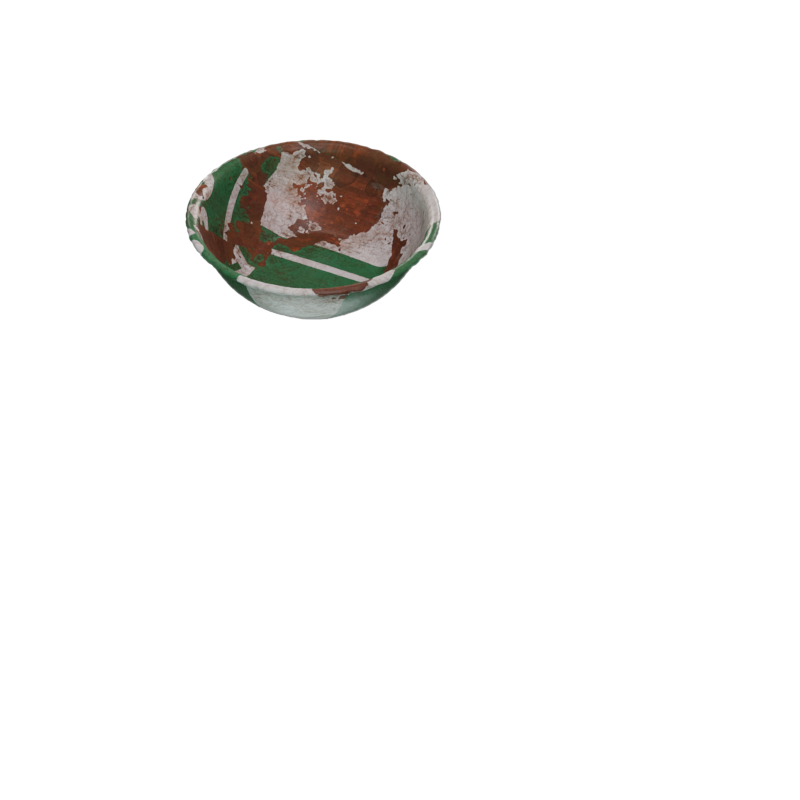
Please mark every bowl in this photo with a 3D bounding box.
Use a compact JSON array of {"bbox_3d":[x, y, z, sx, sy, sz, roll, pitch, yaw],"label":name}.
[{"bbox_3d":[-0.056,-0.102,0.717,0.162,0.051,0.174,-1,43,-1],"label":"bowl"}]
